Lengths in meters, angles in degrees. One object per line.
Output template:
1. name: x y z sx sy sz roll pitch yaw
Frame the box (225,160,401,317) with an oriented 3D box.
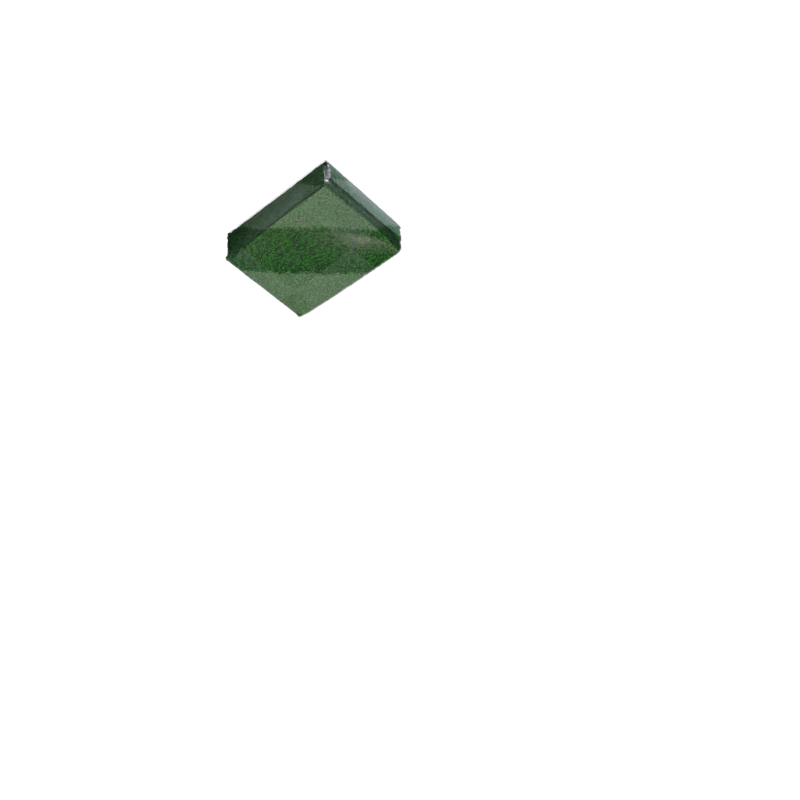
1. box: -0.069 -0.126 0.884 0.113 0.042 0.084 -33 -56 25
